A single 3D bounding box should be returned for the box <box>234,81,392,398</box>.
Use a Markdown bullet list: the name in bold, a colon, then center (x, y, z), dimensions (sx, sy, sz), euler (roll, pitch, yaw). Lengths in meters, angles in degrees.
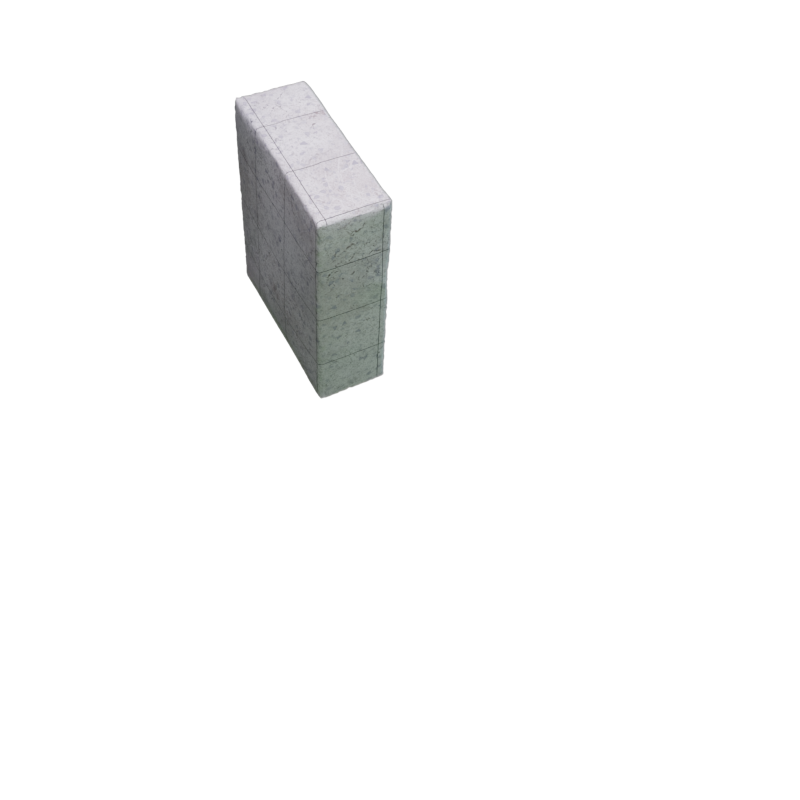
- **box**: center (-0.073, -0.132, 0.928), dimensions (0.071, 0.177, 0.199), euler (-19, -37, -19)
